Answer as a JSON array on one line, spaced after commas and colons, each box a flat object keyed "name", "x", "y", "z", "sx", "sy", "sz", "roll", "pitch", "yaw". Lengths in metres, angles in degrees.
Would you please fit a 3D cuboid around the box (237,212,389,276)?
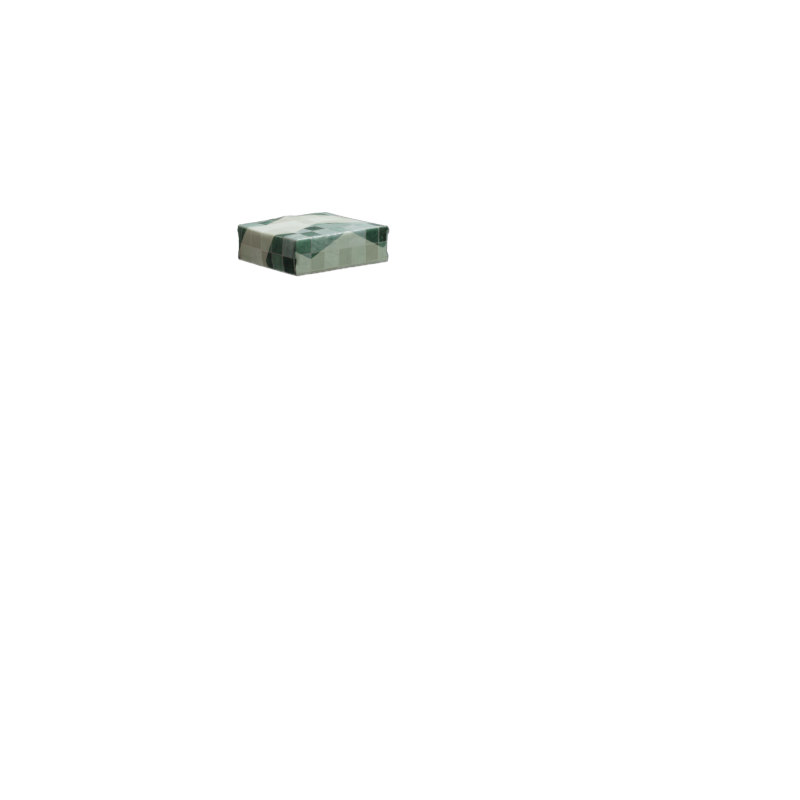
[{"name": "box", "x": -0.064, "y": -0.117, "z": 0.820, "sx": 0.087, "sy": 0.029, "sz": 0.077, "roll": -15, "pitch": 24, "yaw": -38}]
